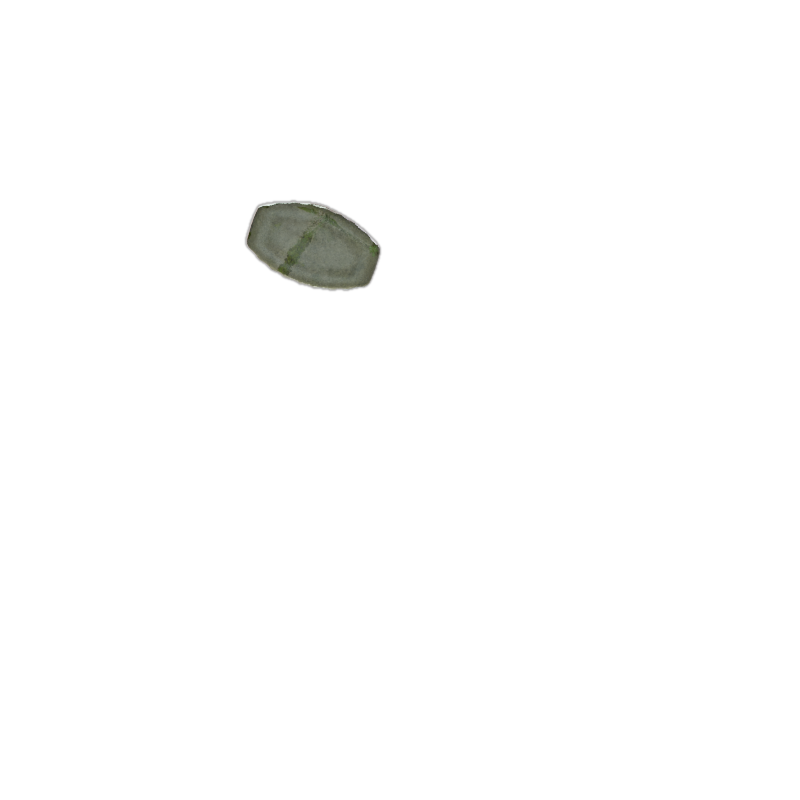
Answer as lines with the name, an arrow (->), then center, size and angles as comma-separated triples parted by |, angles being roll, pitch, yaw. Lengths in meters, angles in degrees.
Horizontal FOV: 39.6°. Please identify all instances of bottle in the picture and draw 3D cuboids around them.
bottle -> -0.069, -0.127, 0.883 | 0.095, 0.058, 0.195 | 17, 8, -6
